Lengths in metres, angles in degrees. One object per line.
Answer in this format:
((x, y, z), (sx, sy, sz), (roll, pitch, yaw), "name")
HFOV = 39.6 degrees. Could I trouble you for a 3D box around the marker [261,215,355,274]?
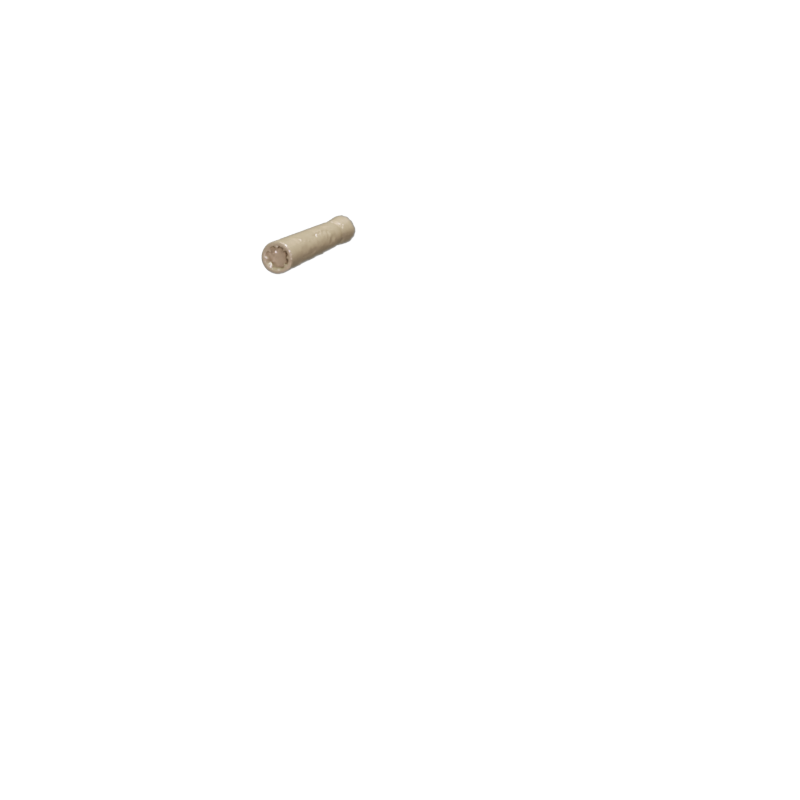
((-0.053, -0.096, 0.675), (0.020, 0.019, 0.122), (1, 16, 16), "marker")
